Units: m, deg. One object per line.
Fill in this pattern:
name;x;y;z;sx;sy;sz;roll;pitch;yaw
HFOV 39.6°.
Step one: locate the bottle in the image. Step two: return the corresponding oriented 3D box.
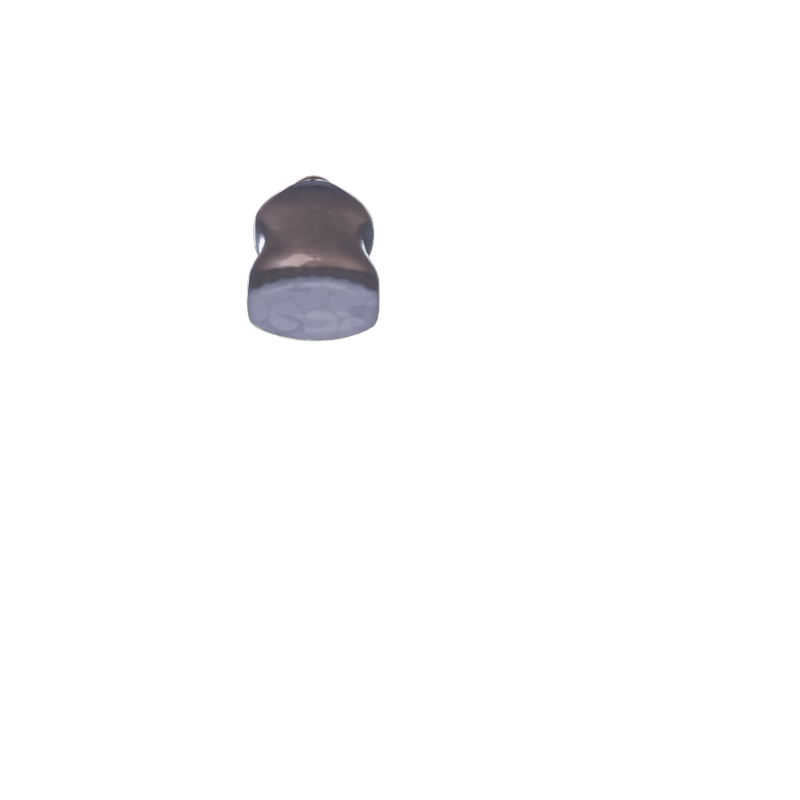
bottle;-0.068;-0.124;0.871;0.096;0.055;0.205;-2;37;-2
